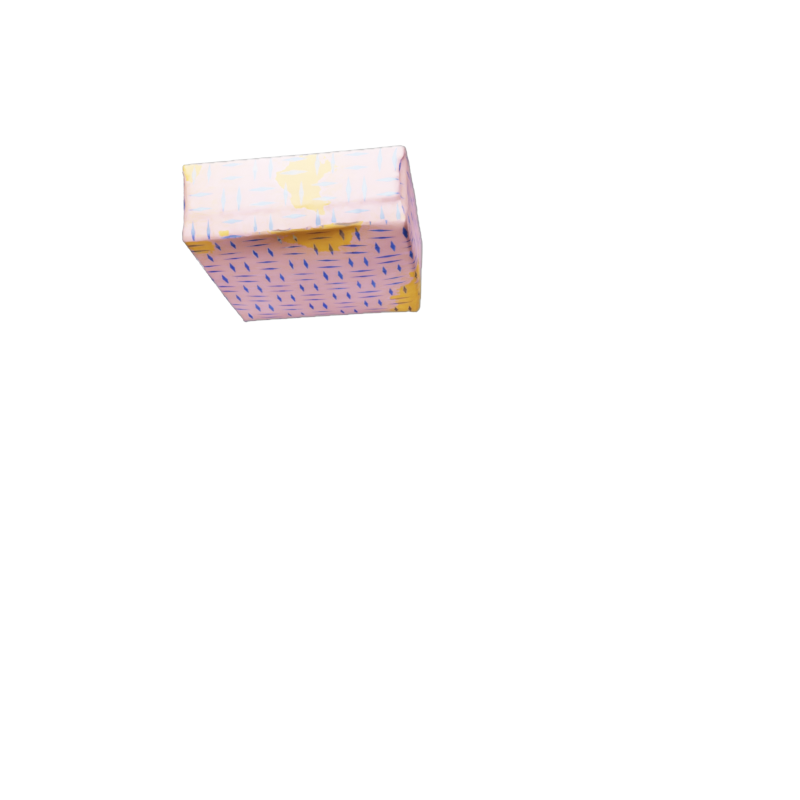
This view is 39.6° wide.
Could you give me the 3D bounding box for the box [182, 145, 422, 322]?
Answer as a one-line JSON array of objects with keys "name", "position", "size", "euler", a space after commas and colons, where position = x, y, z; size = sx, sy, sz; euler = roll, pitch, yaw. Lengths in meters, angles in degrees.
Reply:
[{"name": "box", "position": [-0.037, -0.068, 0.479], "size": [0.091, 0.041, 0.107], "euler": [-2, -17, 6]}]
